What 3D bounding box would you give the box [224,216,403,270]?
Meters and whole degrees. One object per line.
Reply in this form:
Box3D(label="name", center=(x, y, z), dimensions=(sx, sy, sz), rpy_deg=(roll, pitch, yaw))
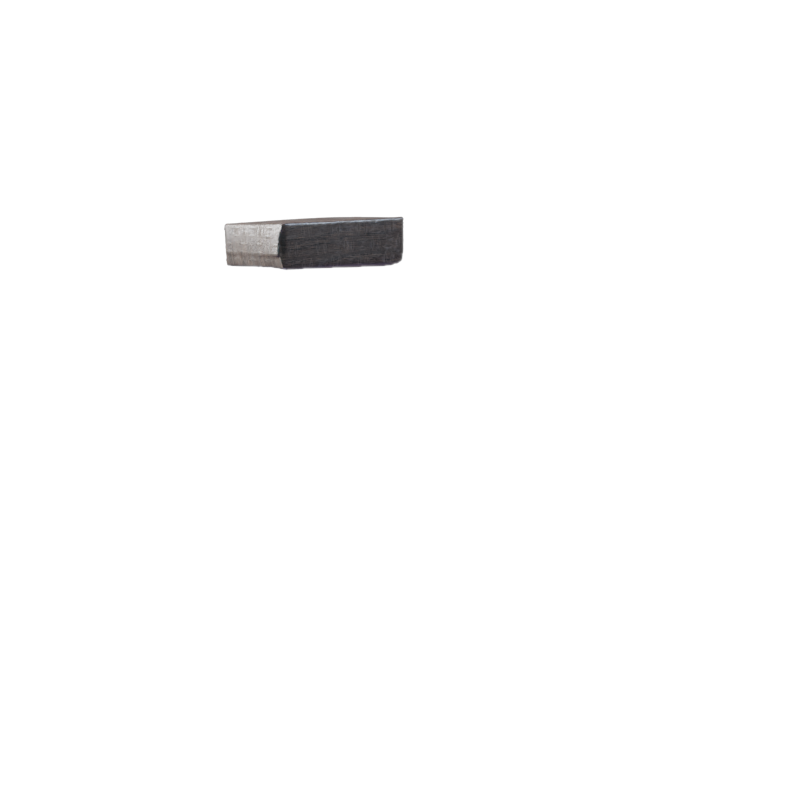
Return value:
Box3D(label="box", center=(-0.067, -0.123, 0.861), dimensions=(0.110, 0.038, 0.094), rpy_deg=(-6, 11, -34))
